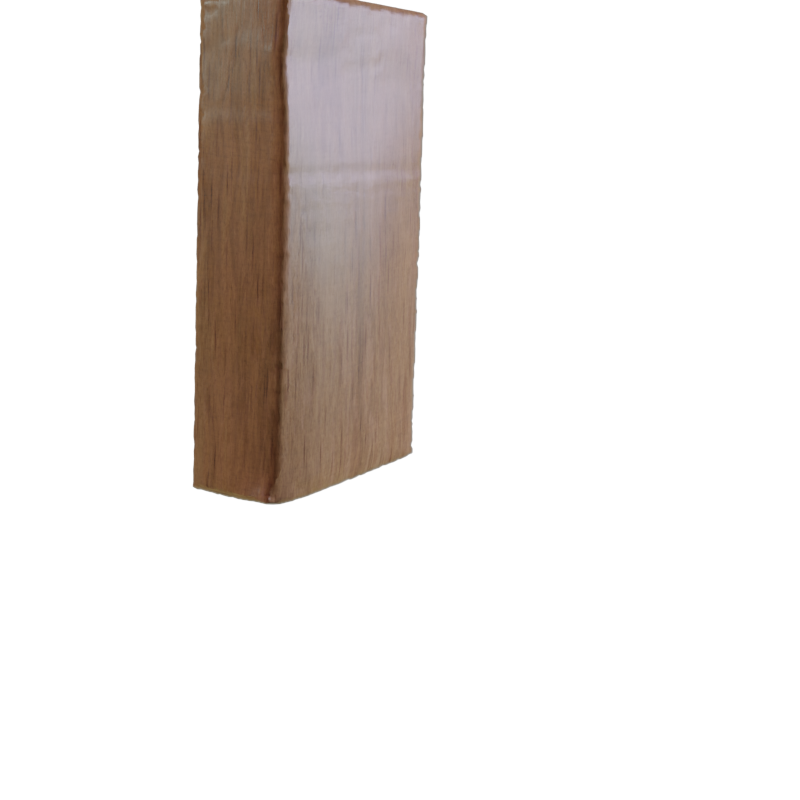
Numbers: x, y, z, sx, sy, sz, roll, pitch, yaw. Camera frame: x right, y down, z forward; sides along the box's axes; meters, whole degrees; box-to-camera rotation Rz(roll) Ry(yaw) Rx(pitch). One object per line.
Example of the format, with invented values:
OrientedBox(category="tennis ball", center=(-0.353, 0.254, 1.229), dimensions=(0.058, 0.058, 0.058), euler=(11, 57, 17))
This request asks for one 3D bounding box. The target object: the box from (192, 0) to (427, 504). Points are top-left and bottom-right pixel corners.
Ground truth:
OrientedBox(category="box", center=(-0.032, -0.059, 0.413), dimensions=(0.050, 0.174, 0.091), euler=(3, 7, 33))
